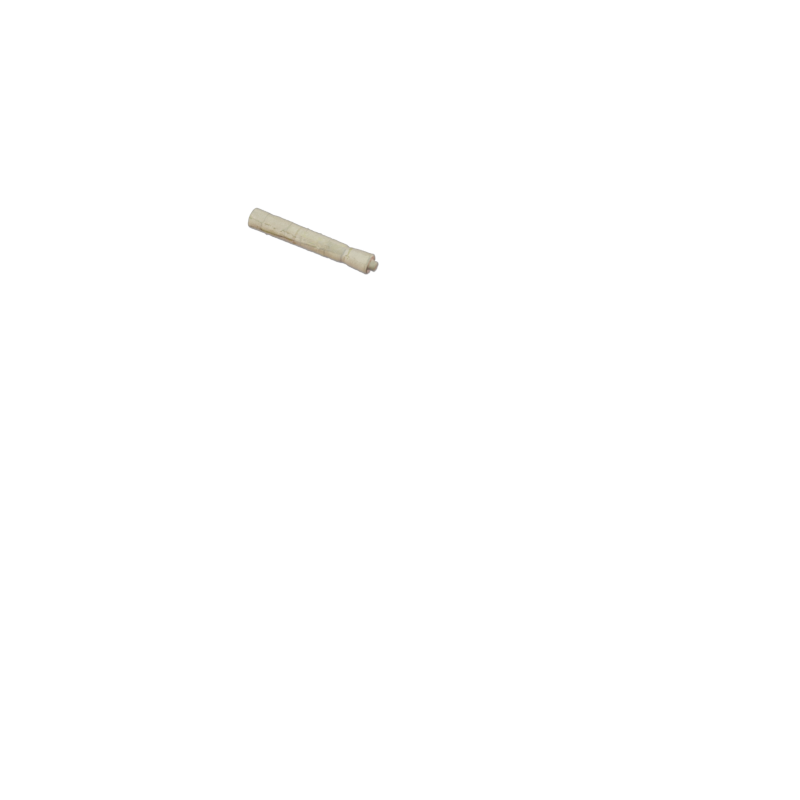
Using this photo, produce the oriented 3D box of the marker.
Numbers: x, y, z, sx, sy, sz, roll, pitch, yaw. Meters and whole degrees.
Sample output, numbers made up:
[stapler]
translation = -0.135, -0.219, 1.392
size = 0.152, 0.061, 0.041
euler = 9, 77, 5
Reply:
[marker]
translation = -0.075, -0.136, 0.954
size = 0.125, 0.019, 0.019
euler = 24, 11, 17
